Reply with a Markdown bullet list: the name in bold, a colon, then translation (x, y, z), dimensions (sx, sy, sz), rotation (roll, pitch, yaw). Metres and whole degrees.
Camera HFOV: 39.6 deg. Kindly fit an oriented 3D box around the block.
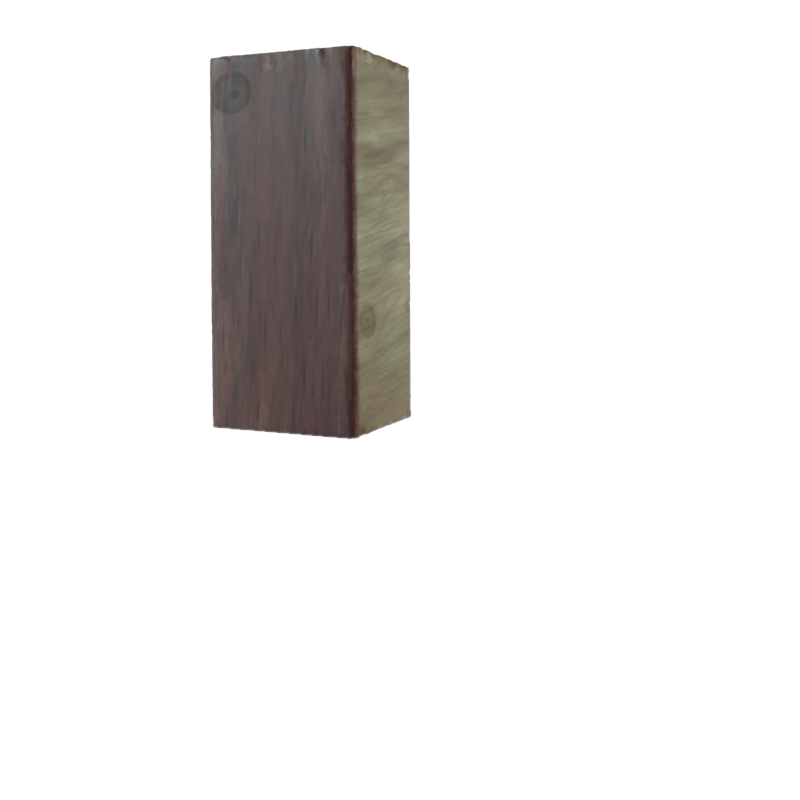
- **block**: translation (-0.050, -0.091, 0.636), dimensions (0.093, 0.206, 0.088), rotation (1, 2, 23)
